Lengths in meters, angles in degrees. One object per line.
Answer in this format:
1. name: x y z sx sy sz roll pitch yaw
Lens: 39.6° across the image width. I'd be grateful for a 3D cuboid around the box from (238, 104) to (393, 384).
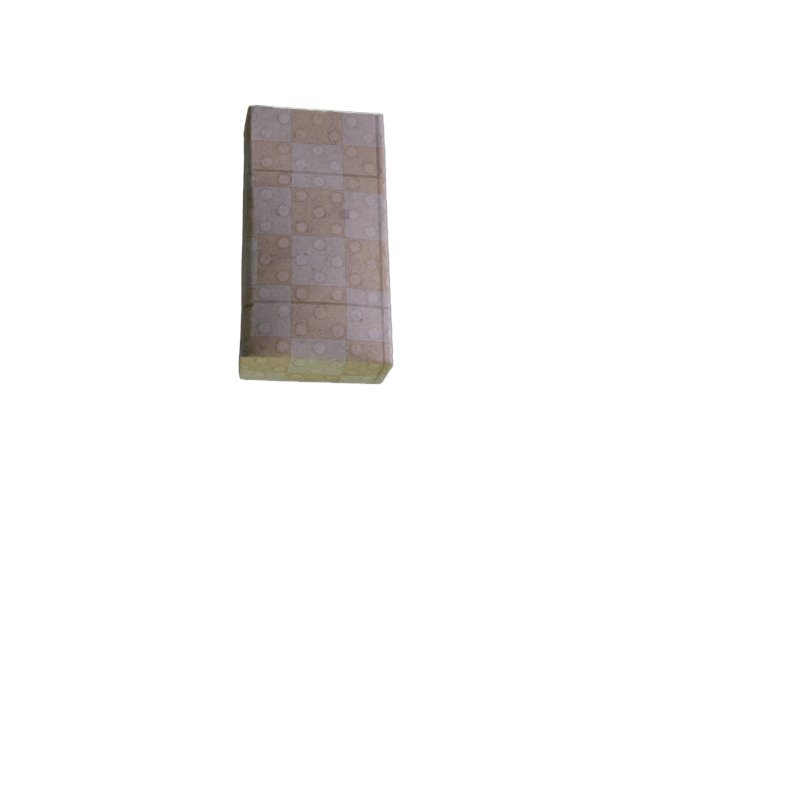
1. box: -0.055 -0.101 0.710 0.092 0.186 0.046 2 -25 -8
